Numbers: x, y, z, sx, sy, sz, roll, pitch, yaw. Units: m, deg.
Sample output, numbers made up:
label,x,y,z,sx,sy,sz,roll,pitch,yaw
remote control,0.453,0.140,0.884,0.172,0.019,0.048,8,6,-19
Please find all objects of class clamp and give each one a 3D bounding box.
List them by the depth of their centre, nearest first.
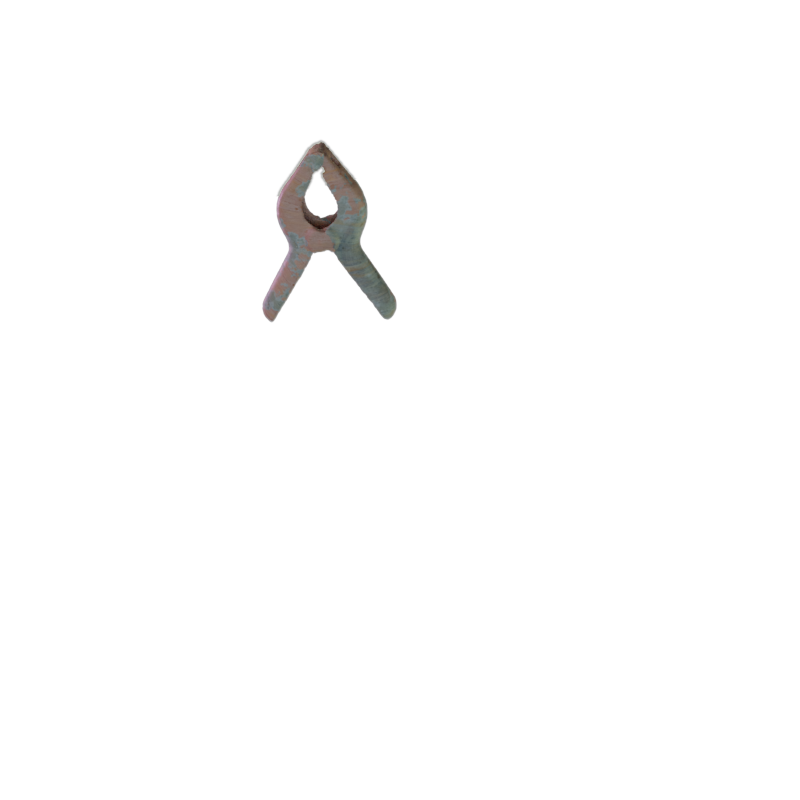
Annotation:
label,x,y,z,sx,sy,sz,roll,pitch,yaw
clamp,-0.076,-0.139,0.976,0.120,0.163,0.041,-11,21,4
